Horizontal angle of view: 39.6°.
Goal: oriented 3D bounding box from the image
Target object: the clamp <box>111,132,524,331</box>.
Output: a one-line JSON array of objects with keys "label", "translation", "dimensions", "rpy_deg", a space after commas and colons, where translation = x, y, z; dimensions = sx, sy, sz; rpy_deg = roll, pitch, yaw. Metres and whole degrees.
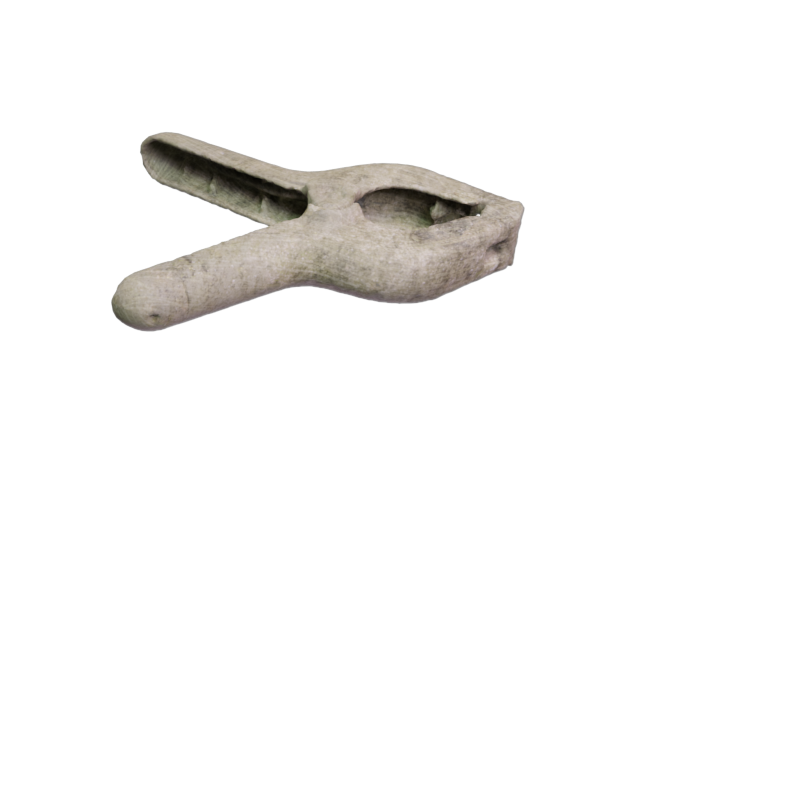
[{"label": "clamp", "translation": [-0.036, -0.065, 0.457], "dimensions": [0.173, 0.128, 0.036], "rpy_deg": [5, -43, 4]}]
